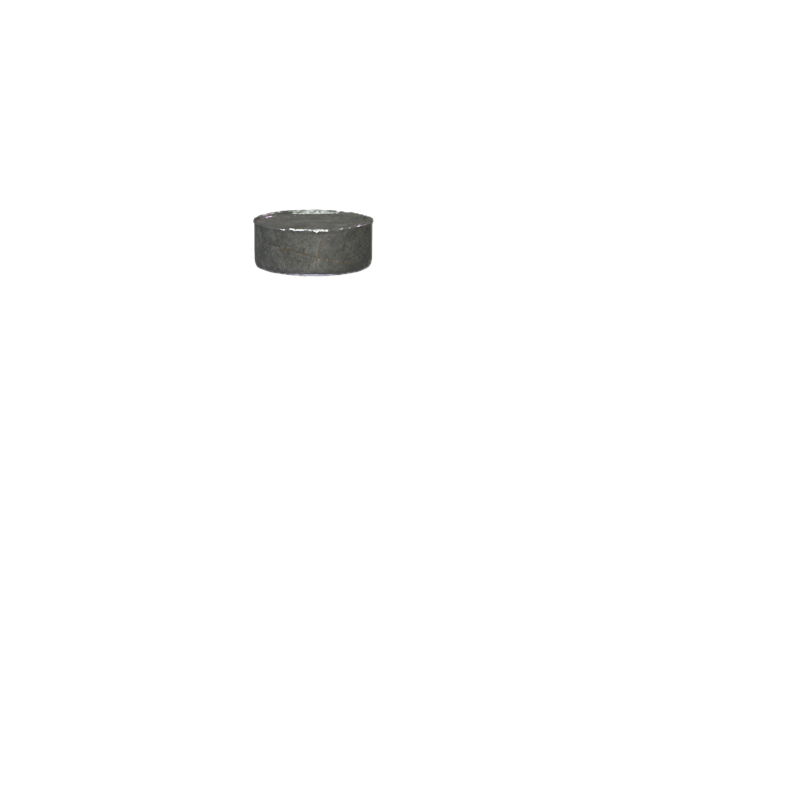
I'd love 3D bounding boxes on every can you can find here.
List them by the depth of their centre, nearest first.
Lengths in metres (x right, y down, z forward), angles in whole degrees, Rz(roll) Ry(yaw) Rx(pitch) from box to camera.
[{"bbox_3d":[-0.062,-0.113,0.791,0.086,0.032,0.089,-1,17,-2],"label":"can"}]
